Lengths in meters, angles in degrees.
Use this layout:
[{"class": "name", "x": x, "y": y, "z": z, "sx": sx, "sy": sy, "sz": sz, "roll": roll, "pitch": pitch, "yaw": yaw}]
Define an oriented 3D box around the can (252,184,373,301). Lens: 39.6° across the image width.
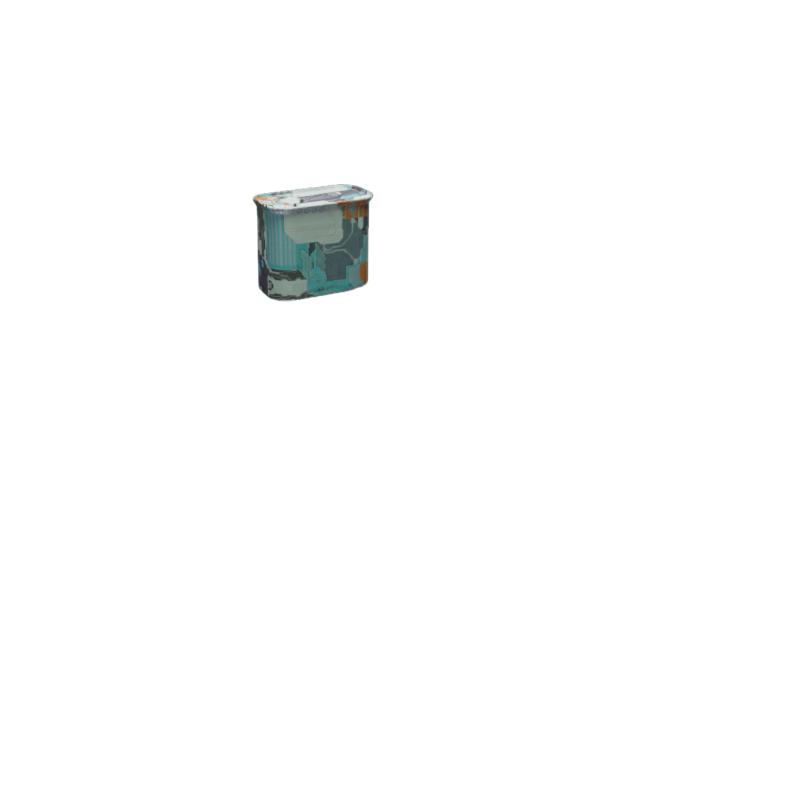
[{"class": "can", "x": -0.076, "y": -0.138, "z": 0.964, "sx": 0.100, "sy": 0.080, "sz": 0.061, "roll": -11, "pitch": 22, "yaw": -27}]
